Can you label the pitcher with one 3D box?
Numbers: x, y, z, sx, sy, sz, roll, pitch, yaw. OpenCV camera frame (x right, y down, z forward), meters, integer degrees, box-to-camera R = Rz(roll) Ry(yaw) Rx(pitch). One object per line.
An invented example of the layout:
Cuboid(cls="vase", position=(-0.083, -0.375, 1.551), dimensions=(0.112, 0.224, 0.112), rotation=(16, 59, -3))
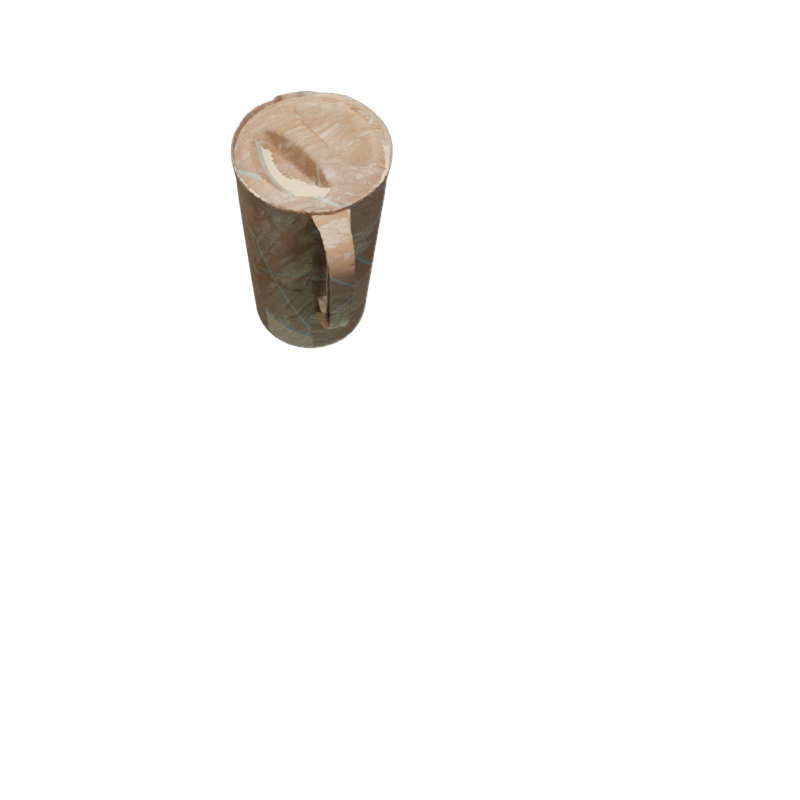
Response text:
Cuboid(cls="pitcher", position=(-0.078, -0.142, 0.992), dimensions=(0.150, 0.154, 0.228), rotation=(26, -30, 13))
